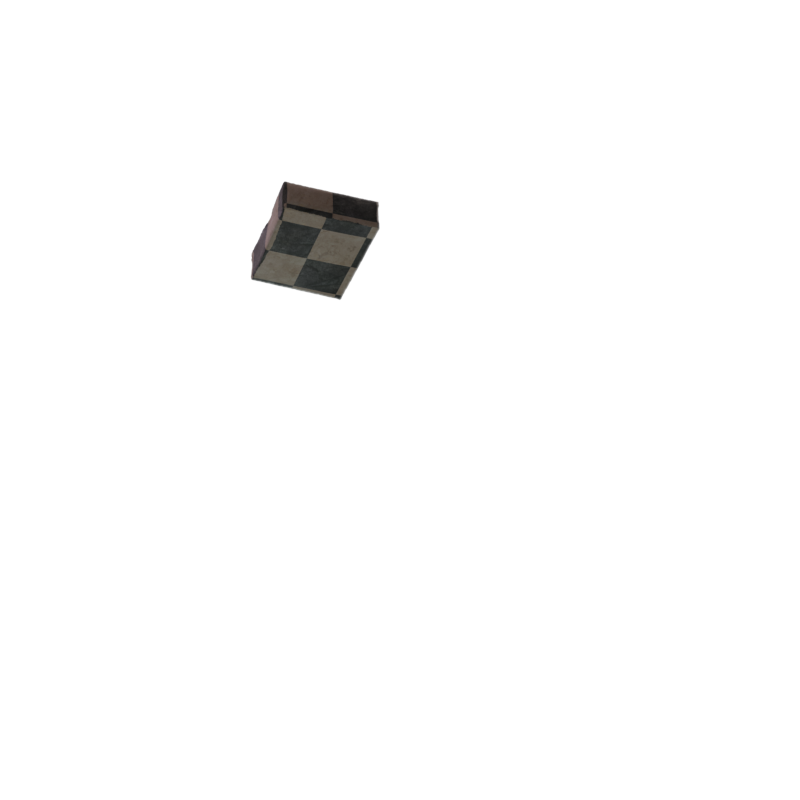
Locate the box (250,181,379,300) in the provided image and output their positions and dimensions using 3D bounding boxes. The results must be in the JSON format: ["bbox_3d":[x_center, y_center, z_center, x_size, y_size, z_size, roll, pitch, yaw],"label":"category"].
[{"bbox_3d":[-0.064,-0.117,0.820,0.071,0.032,0.085,12,-38,-16],"label":"box"}]
